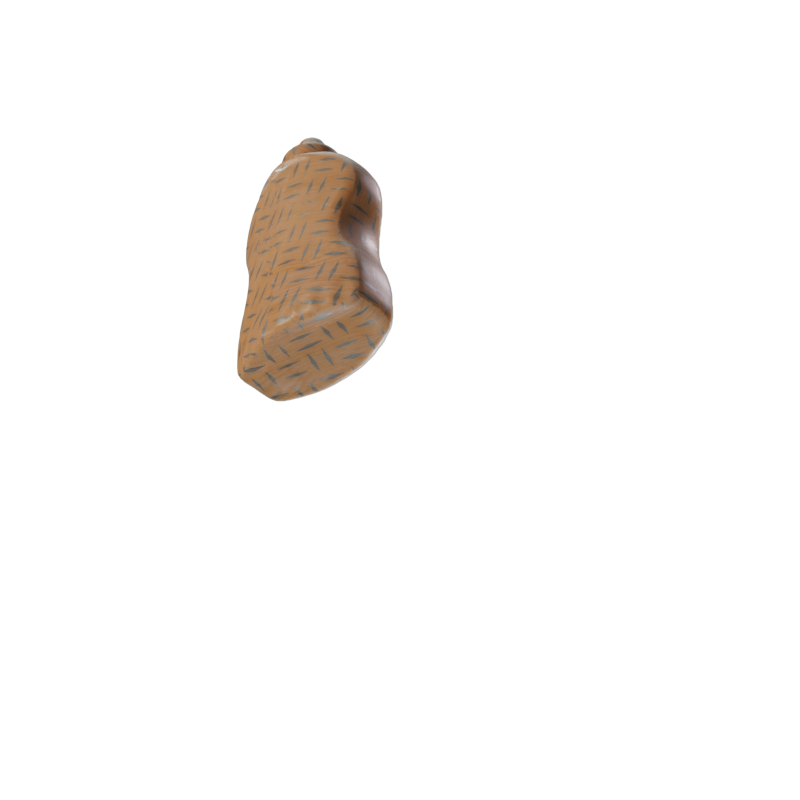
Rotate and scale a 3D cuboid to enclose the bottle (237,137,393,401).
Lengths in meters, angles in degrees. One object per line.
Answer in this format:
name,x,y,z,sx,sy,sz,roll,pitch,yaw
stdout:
bottle,-0.053,-0.097,0.679,0.095,0.206,0.055,-35,-52,28
